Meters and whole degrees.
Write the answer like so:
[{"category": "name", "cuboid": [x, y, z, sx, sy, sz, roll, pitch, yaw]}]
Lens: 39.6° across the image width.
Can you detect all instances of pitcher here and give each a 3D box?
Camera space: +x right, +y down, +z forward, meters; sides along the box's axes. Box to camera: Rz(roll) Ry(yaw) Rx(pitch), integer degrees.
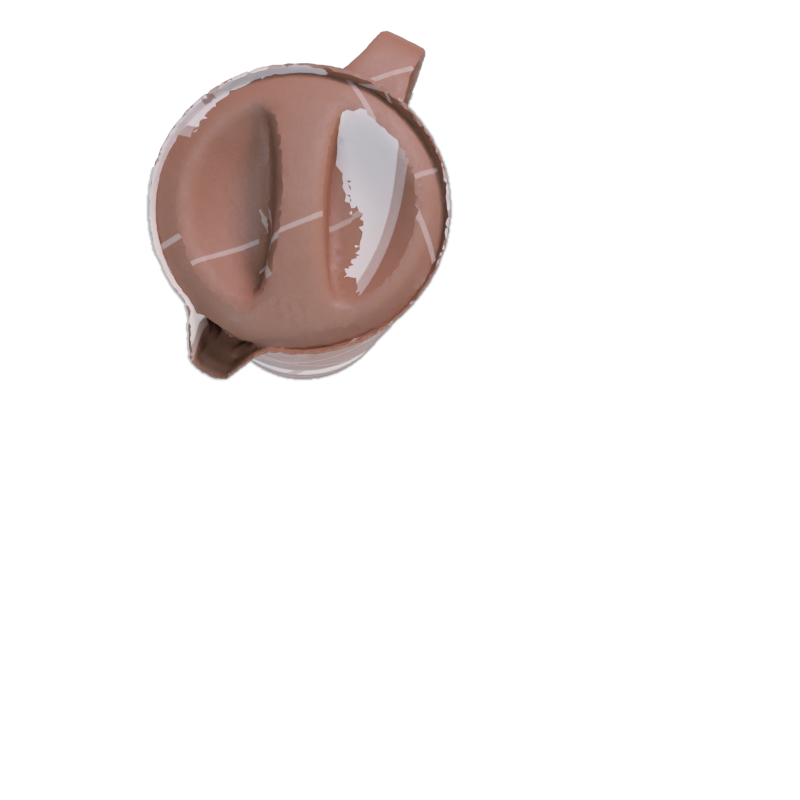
[{"category": "pitcher", "cuboid": [-0.047, -0.085, 0.598, 0.149, 0.149, 0.238, -17, -6, -5]}]
